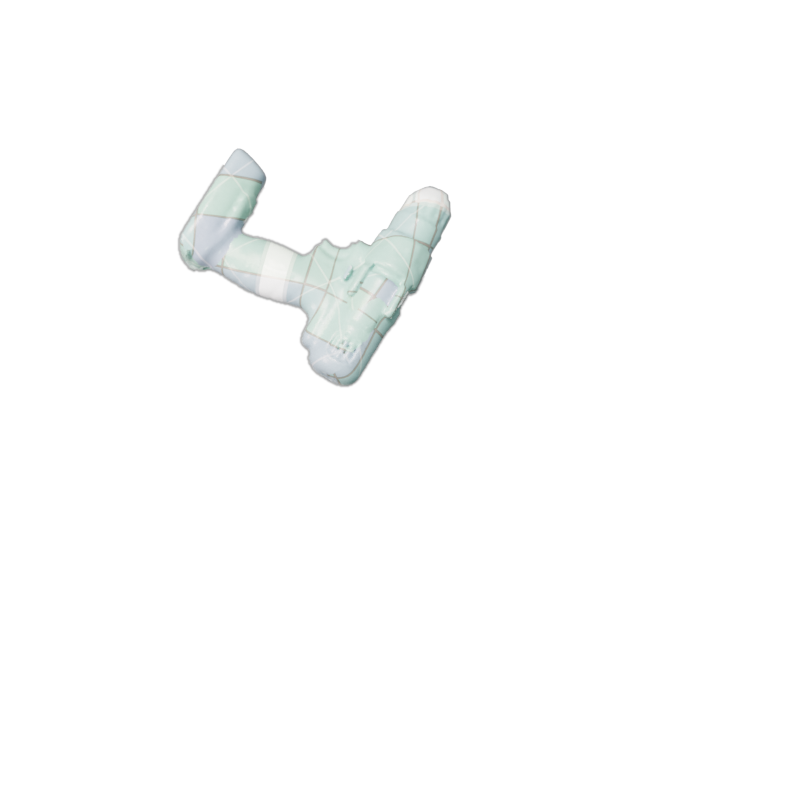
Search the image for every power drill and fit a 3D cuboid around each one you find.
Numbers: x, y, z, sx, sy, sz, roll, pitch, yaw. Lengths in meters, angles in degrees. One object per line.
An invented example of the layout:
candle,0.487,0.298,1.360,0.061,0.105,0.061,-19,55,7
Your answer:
power drill,-0.071,-0.130,0.911,0.192,0.188,0.055,29,-16,9
